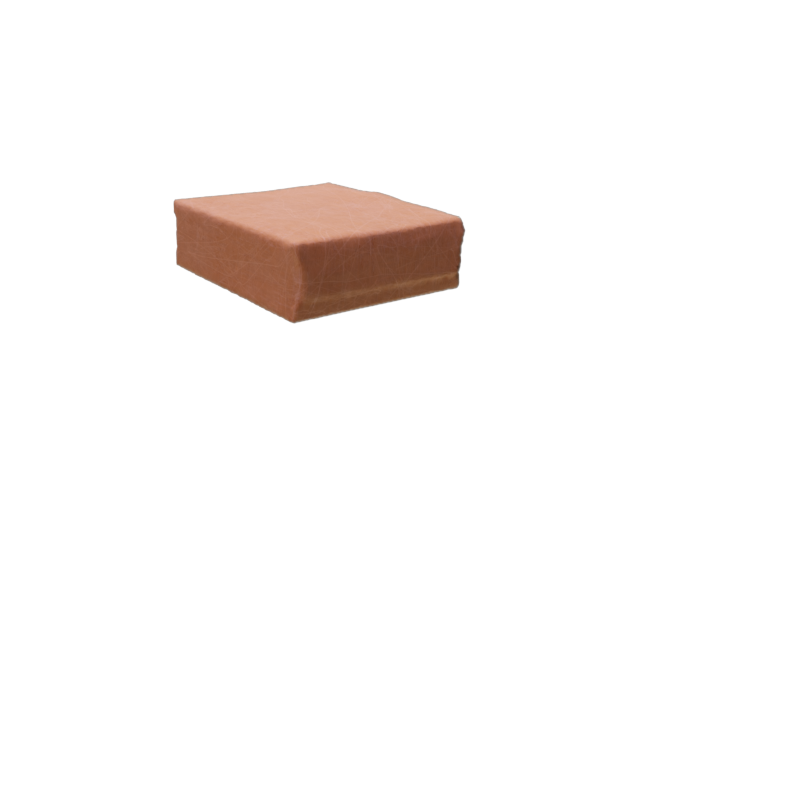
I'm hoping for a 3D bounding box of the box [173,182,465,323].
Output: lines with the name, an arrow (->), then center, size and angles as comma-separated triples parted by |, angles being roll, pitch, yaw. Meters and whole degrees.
box -> -0.032, -0.059, 0.412 | 0.071, 0.029, 0.095 | -13, 24, -33
